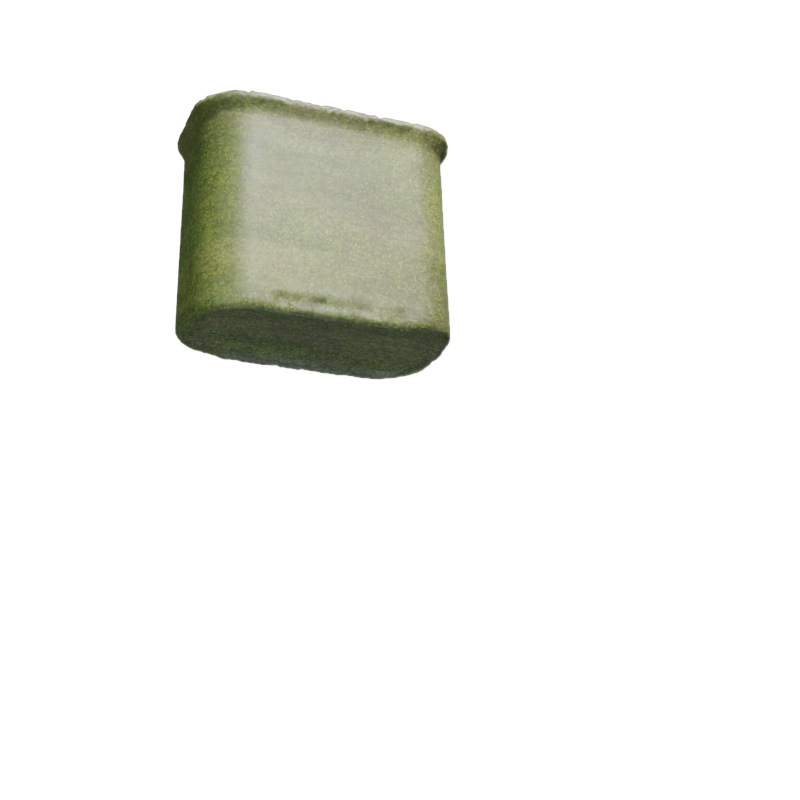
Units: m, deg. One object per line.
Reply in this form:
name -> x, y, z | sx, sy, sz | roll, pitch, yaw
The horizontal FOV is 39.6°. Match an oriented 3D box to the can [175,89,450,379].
can -> -0.032, -0.059, 0.411 | 0.099, 0.088, 0.056 | 8, -25, -20
